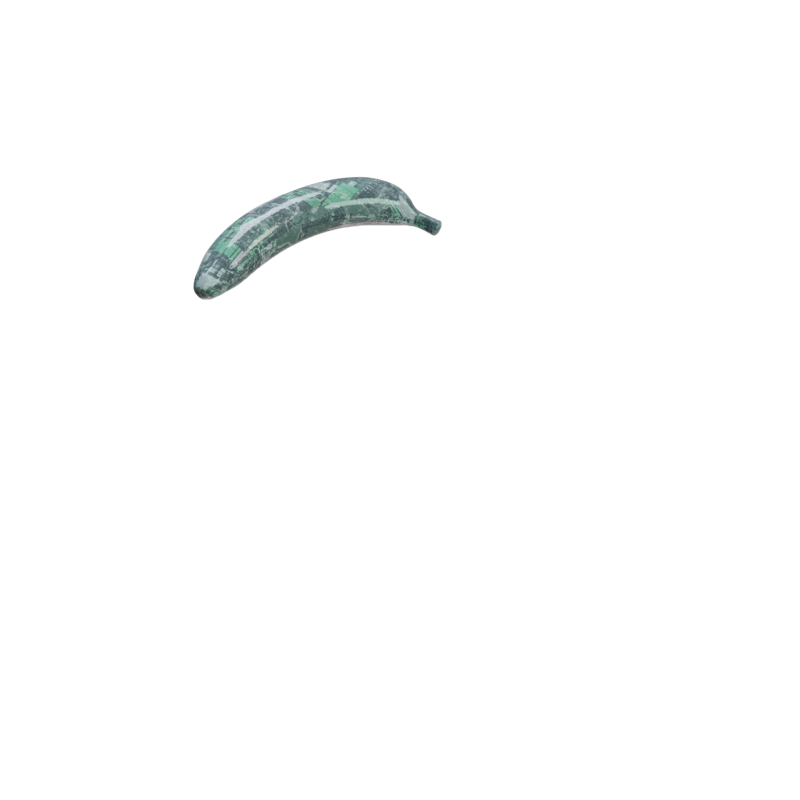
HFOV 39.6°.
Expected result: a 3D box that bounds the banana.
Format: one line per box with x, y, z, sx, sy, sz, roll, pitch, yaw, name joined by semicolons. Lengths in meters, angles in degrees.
-0.068;-0.127;0.810;0.196;0.034;0.075;-20;45;-22;banana
